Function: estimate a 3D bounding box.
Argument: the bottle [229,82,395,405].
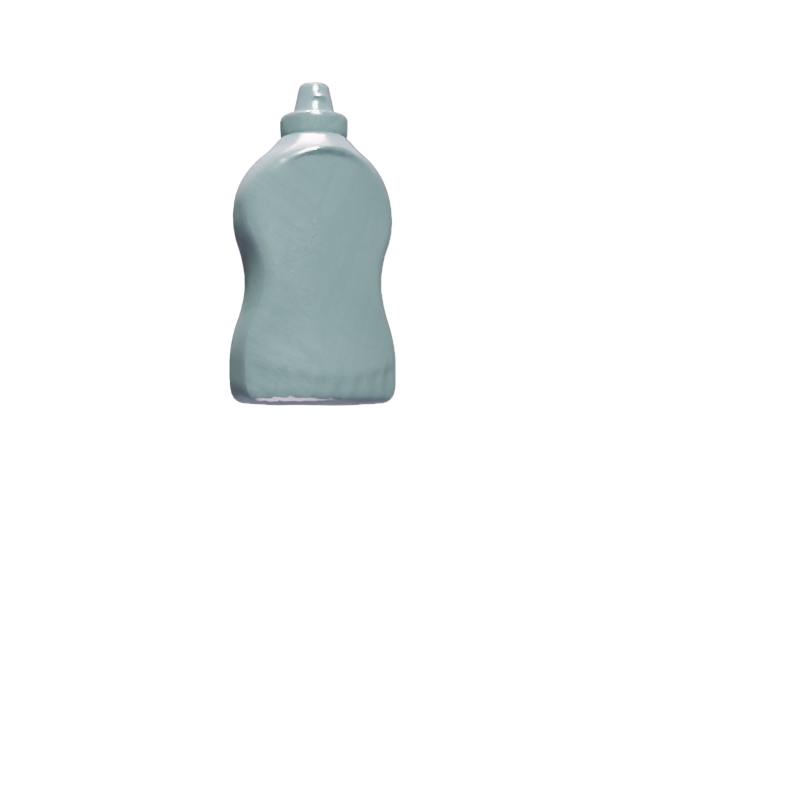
[{"bbox_3d":[-0.051,-0.094,0.658,0.093,0.196,0.059,3,-9,-22],"label":"bottle"}]
